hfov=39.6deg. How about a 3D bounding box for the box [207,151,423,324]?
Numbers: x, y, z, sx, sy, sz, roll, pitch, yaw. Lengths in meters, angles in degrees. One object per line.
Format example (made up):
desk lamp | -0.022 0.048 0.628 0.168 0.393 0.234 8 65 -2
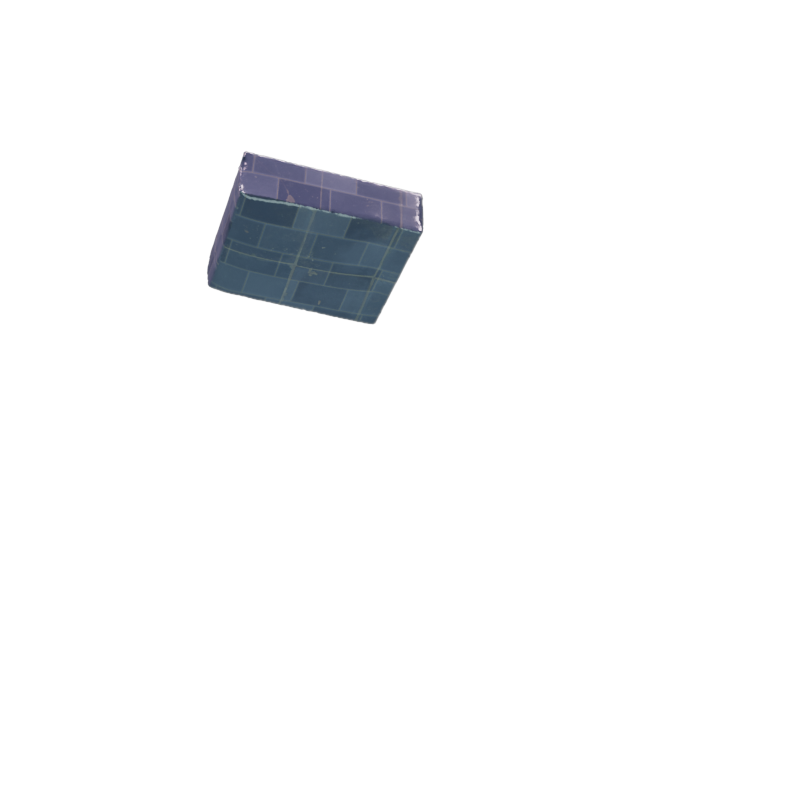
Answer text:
box | -0.053 -0.096 0.670 0.111 0.042 0.086 11 -41 -14
